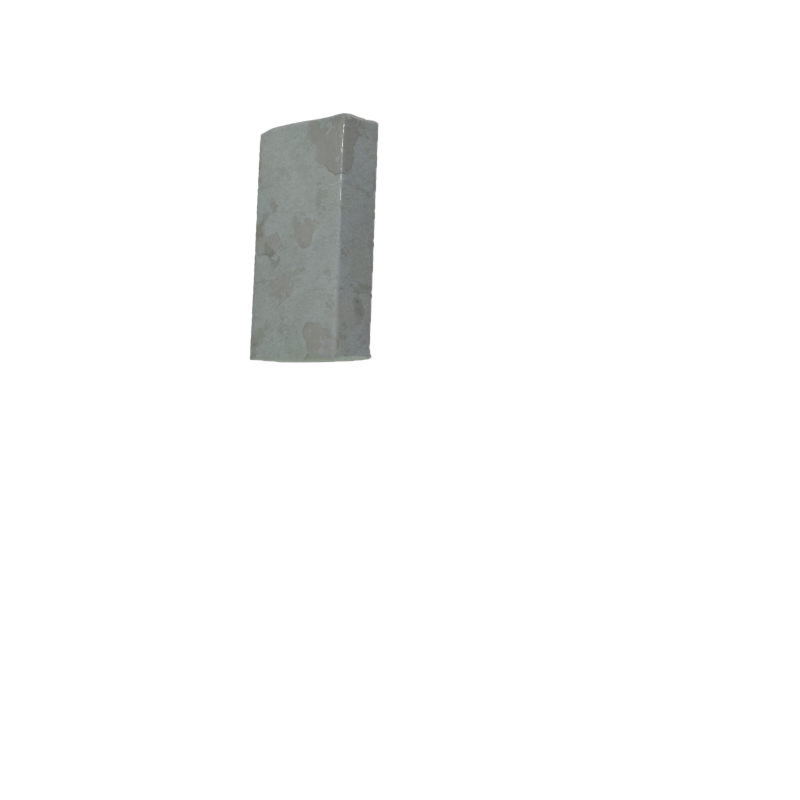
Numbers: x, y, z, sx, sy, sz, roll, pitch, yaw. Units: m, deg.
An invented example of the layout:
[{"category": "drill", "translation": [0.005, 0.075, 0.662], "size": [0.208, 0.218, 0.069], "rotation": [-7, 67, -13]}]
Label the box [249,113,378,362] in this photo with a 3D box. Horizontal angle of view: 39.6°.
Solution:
[{"category": "box", "translation": [-0.064, -0.117, 0.817], "size": [0.096, 0.179, 0.046], "rotation": [-5, -8, 43]}]
